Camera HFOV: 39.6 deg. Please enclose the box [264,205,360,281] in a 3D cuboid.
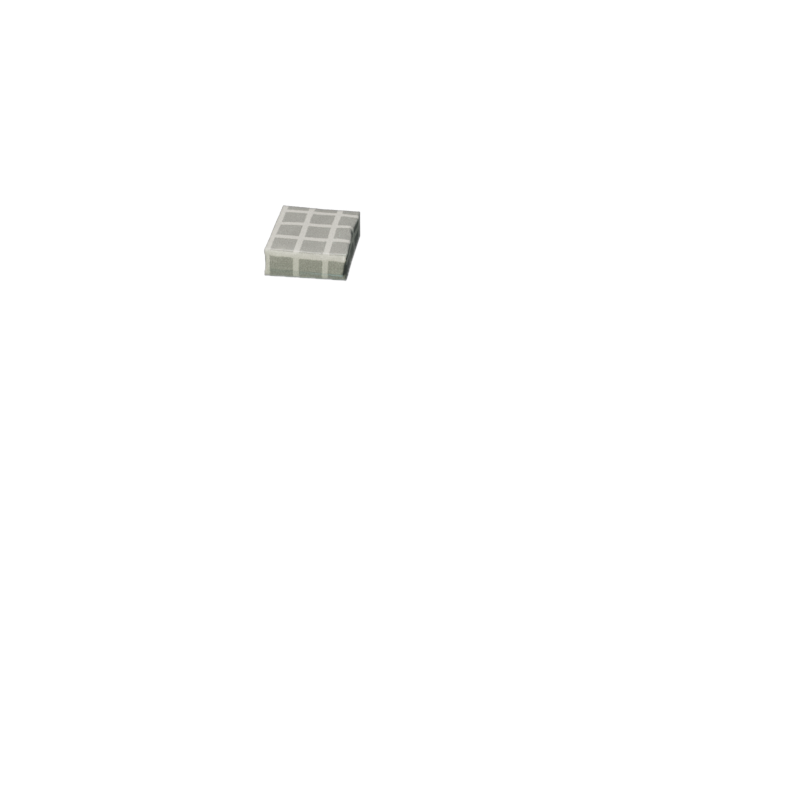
[{"bbox_3d":[-0.077,-0.141,0.985,0.074,0.028,0.094,4,33,6],"label":"box"}]
